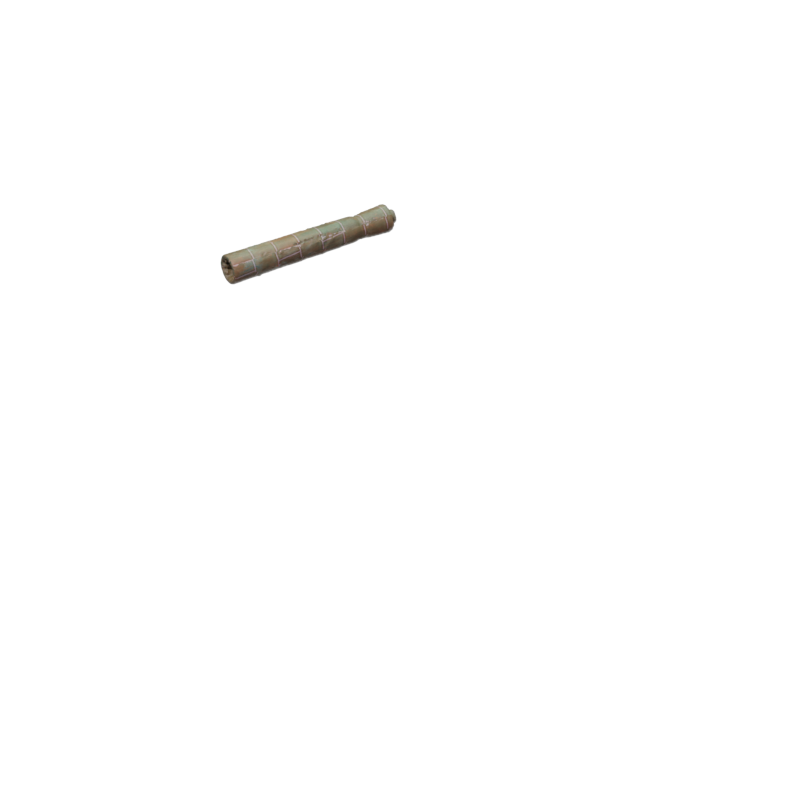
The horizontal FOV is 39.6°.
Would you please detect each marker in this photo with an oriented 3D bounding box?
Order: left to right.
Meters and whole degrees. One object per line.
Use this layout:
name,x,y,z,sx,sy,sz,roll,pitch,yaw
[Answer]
marker,-0.054,-0.098,0.689,0.120,0.019,0.020,-22,14,-27
